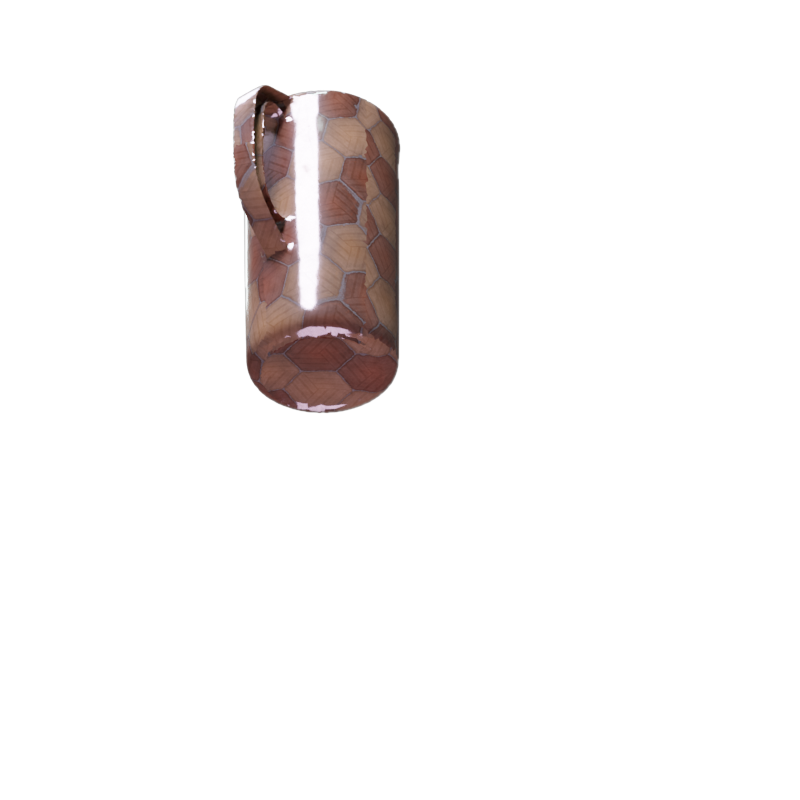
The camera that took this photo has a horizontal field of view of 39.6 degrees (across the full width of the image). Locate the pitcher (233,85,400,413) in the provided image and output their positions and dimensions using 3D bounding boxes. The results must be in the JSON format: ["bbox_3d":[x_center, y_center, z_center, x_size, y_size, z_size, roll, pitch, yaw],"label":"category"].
[{"bbox_3d":[-0.067,-0.122,0.852,0.147,0.261,0.137,7,-41,-12],"label":"pitcher"}]
